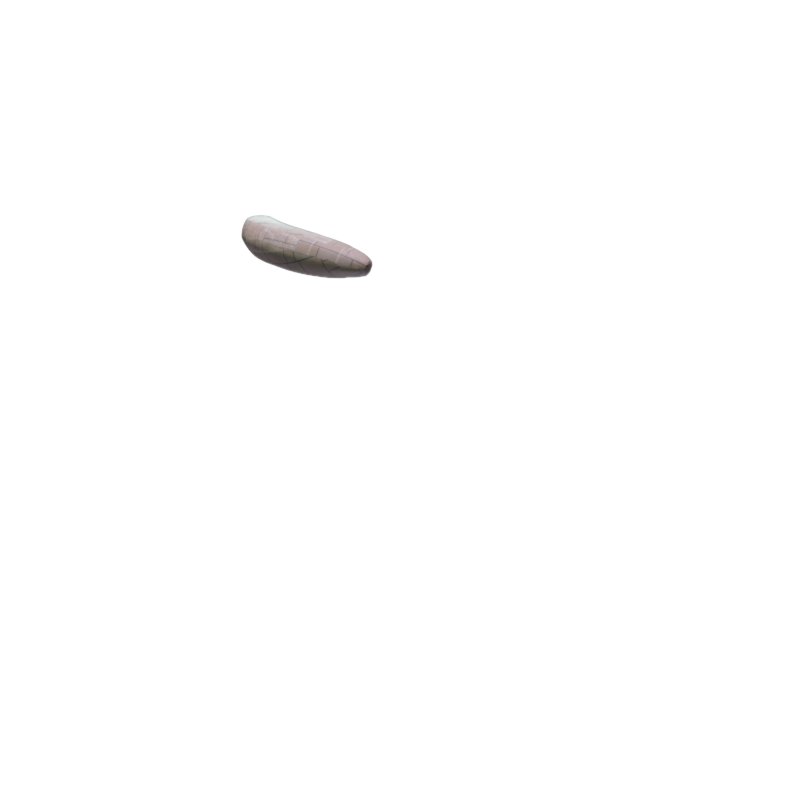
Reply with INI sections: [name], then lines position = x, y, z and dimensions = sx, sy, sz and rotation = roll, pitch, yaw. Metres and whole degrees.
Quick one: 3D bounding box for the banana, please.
[banana]
position = -0.095, -0.138, 0.972
dimensions = 0.068, 0.035, 0.209
rotation = -8, 20, -24
